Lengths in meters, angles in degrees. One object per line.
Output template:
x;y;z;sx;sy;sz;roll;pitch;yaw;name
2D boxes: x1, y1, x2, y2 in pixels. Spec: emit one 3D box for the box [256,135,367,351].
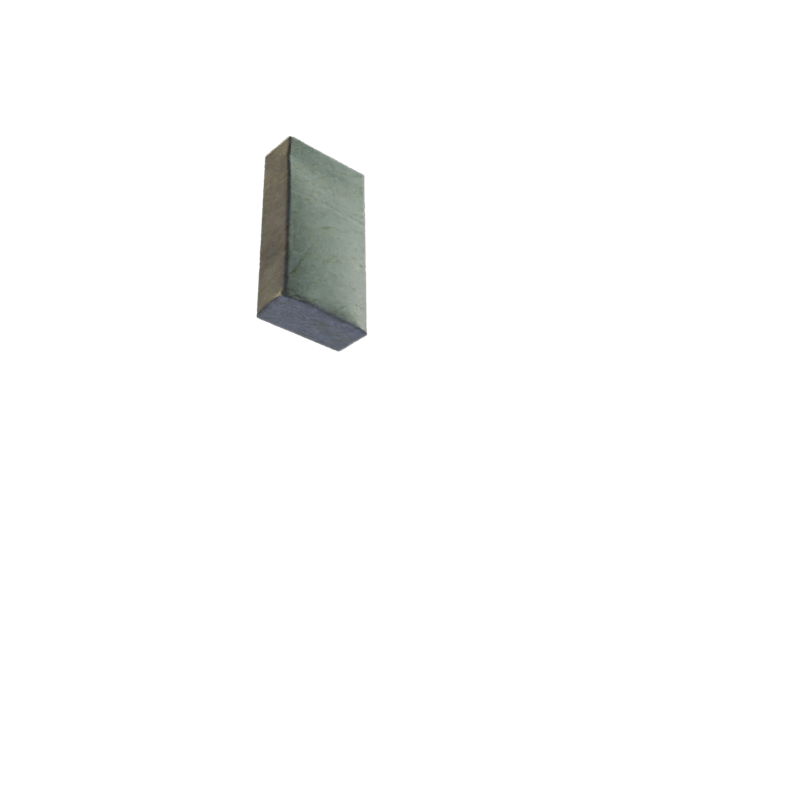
-0.077;-0.140;0.981;0.088;0.189;0.047;24;-43;-33;box
